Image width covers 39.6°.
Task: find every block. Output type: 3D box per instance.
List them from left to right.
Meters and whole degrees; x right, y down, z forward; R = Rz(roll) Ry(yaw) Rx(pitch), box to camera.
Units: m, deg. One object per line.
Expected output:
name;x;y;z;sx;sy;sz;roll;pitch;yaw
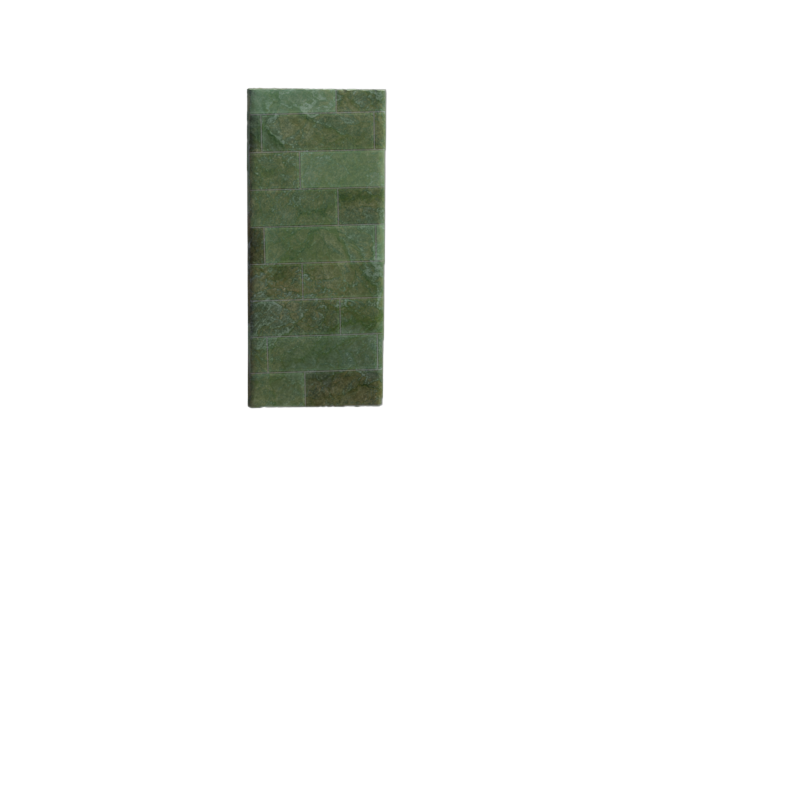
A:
block;-0.059;-0.107;0.751;0.090;0.202;0.093;0;9;-5
